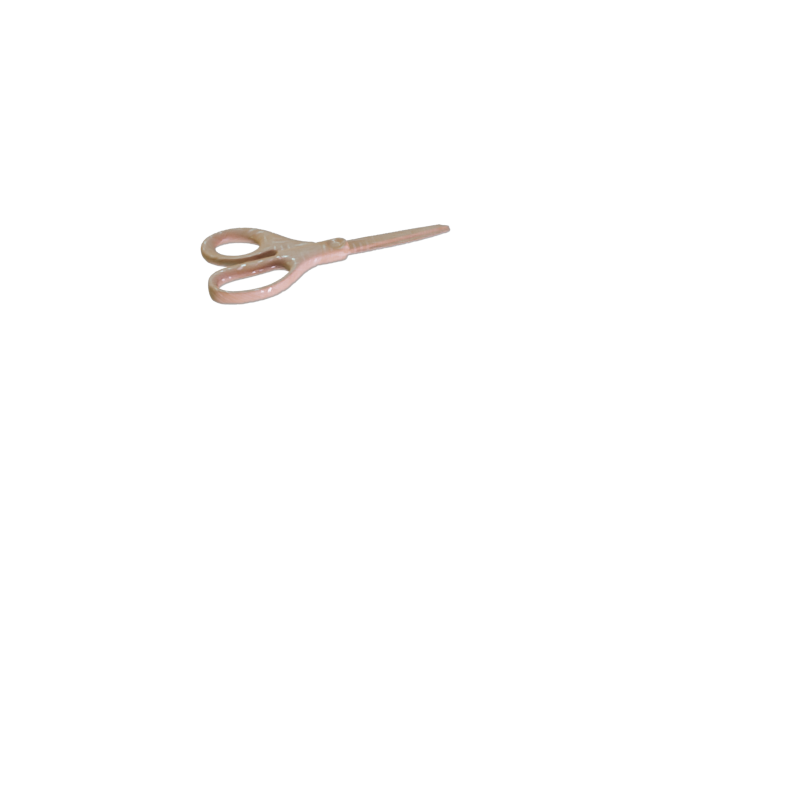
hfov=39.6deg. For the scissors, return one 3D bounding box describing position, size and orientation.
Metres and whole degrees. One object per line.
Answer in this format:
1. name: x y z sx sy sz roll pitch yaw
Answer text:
1. scissors: -0.068 -0.124 0.870 0.200 0.015 0.104 -25 45 -28
